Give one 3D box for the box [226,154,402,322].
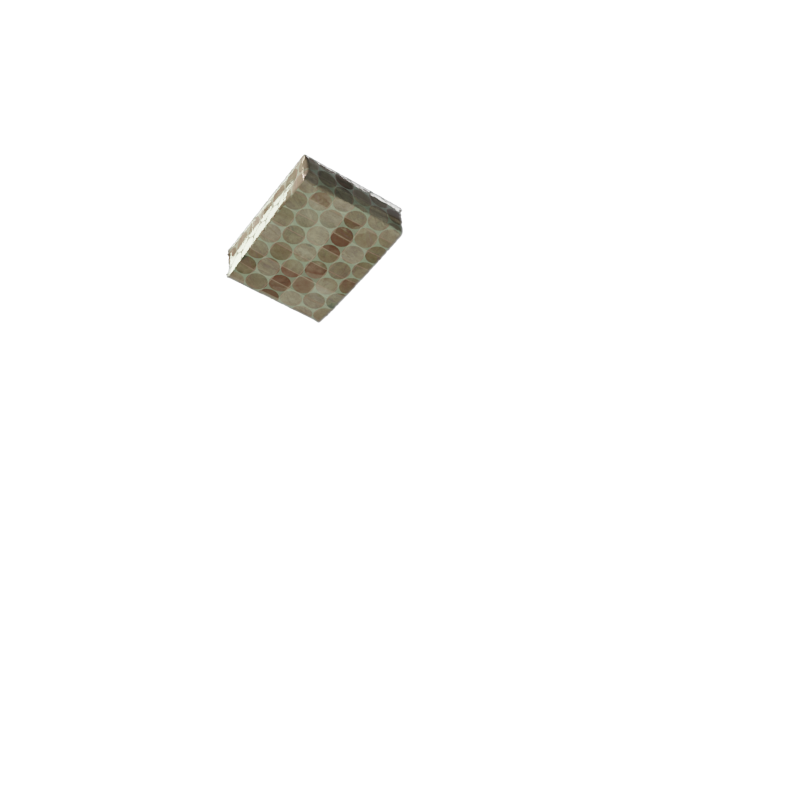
[{"bbox_3d":[-0.066,-0.120,0.842,0.086,0.042,0.111,29,-57,-22],"label":"box"}]
